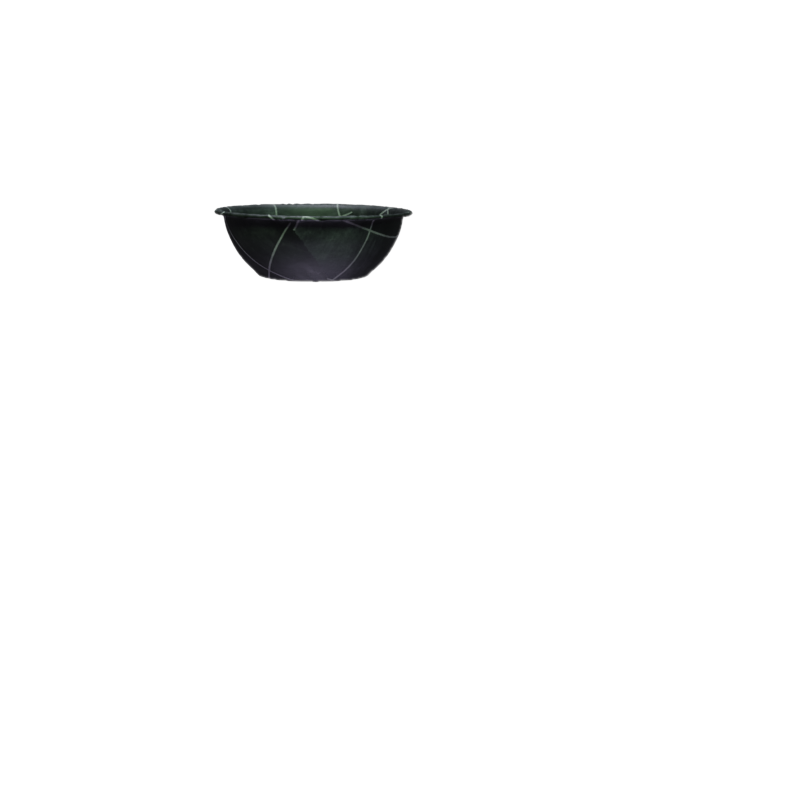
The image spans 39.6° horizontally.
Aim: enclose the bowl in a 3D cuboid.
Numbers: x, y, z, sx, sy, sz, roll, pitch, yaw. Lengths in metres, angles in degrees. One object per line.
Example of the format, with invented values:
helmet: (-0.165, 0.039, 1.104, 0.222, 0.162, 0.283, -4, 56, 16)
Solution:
bowl: (-0.071, -0.130, 0.909, 0.162, 0.054, 0.166, 0, 13, -2)
